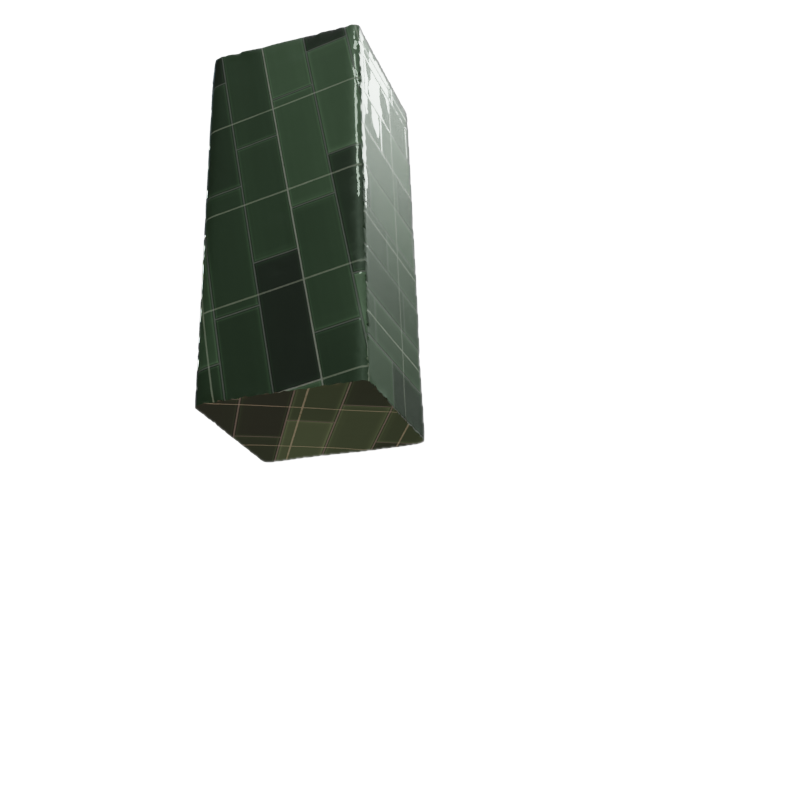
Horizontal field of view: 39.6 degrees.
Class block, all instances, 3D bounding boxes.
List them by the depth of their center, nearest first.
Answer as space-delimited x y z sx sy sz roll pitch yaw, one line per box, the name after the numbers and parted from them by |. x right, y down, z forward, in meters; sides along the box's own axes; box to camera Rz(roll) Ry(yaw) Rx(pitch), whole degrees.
-0.047 -0.084 0.589 0.091 0.219 0.084 -11 -29 16 | block
